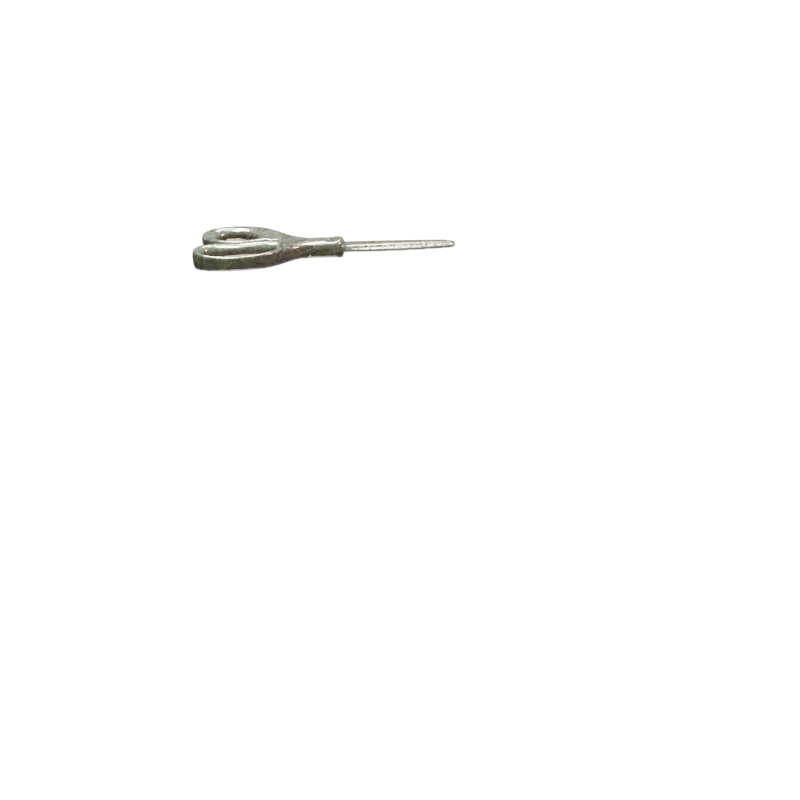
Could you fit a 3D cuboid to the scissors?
[{"bbox_3d":[-0.068,-0.125,0.872,0.198,0.015,0.102,-9,25,-20],"label":"scissors"}]
